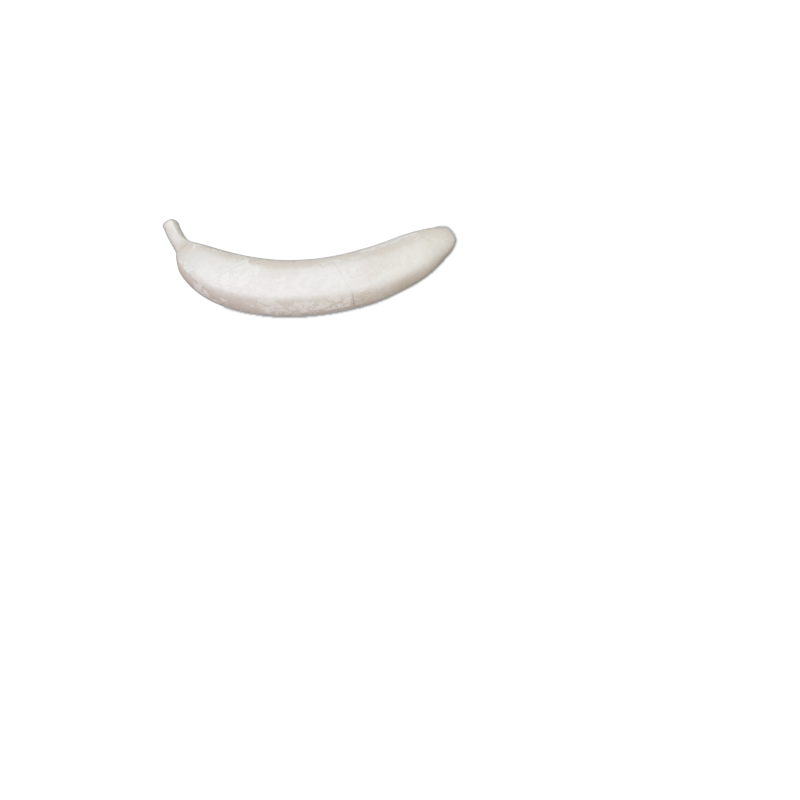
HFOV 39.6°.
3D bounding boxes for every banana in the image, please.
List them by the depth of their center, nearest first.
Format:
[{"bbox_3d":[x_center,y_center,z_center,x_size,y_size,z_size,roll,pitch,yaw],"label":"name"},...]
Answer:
[{"bbox_3d":[-0.062,-0.087,0.728,0.198,0.073,0.035,3,-19,1],"label":"banana"}]
